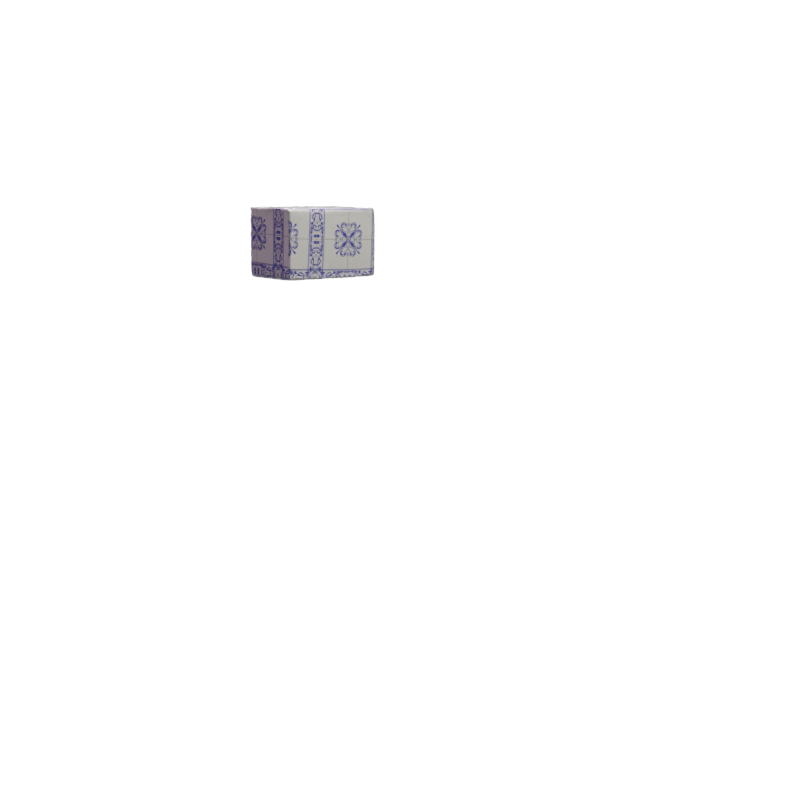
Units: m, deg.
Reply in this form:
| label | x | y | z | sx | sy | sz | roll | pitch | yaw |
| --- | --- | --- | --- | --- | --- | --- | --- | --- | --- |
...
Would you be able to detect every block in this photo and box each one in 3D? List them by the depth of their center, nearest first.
| label | x | y | z | sx | sy | sz | roll | pitch | yaw |
| --- | --- | --- | --- | --- | --- | --- | --- | --- | --- |
| block | -0.064 | -0.116 | 0.813 | 0.075 | 0.051 | 0.055 | -6 | 9 | -37 |
